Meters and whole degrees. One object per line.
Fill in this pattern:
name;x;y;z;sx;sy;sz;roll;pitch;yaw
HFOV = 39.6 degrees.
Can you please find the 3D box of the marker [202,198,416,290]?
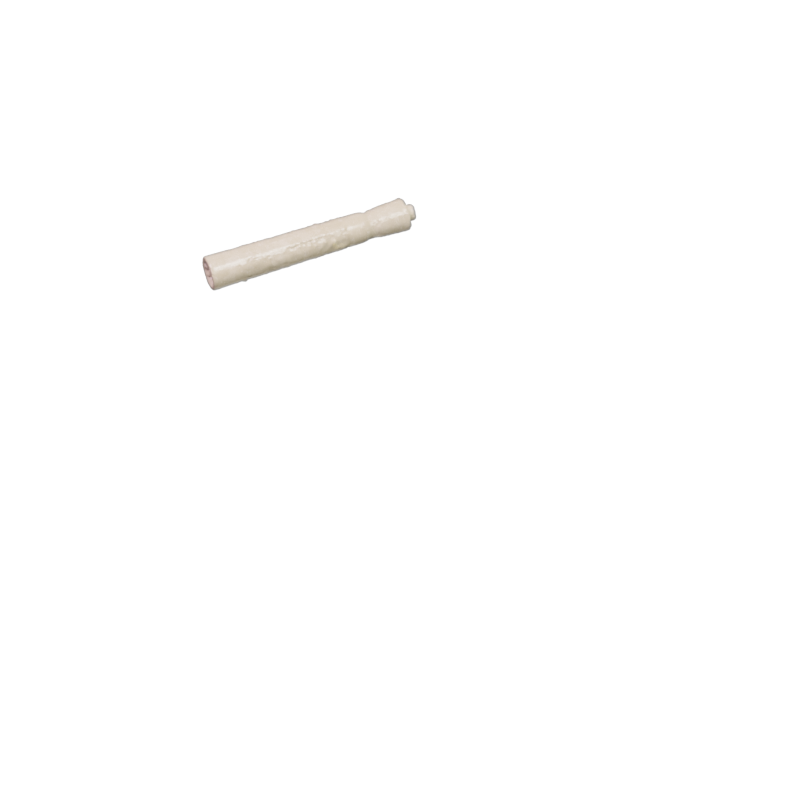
marker;-0.047;-0.085;0.599;0.120;0.019;0.020;-19;10;-17
